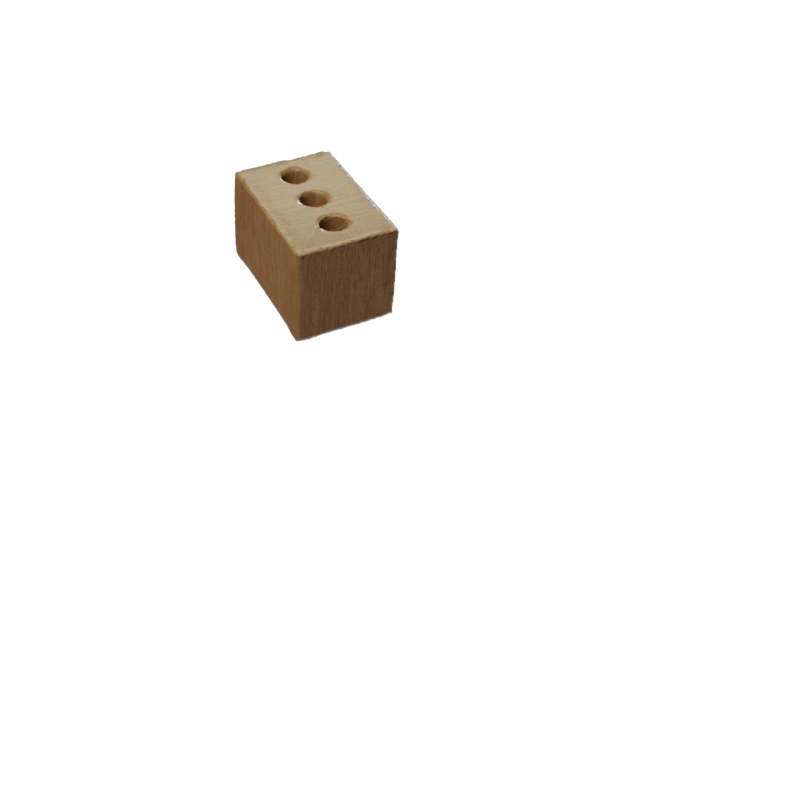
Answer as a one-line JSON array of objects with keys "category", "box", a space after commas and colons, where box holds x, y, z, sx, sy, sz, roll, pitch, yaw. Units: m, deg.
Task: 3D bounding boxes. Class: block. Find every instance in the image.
[{"category": "block", "box": [-0.042, -0.076, 0.532, 0.052, 0.048, 0.084, -17, 43, -21]}]
